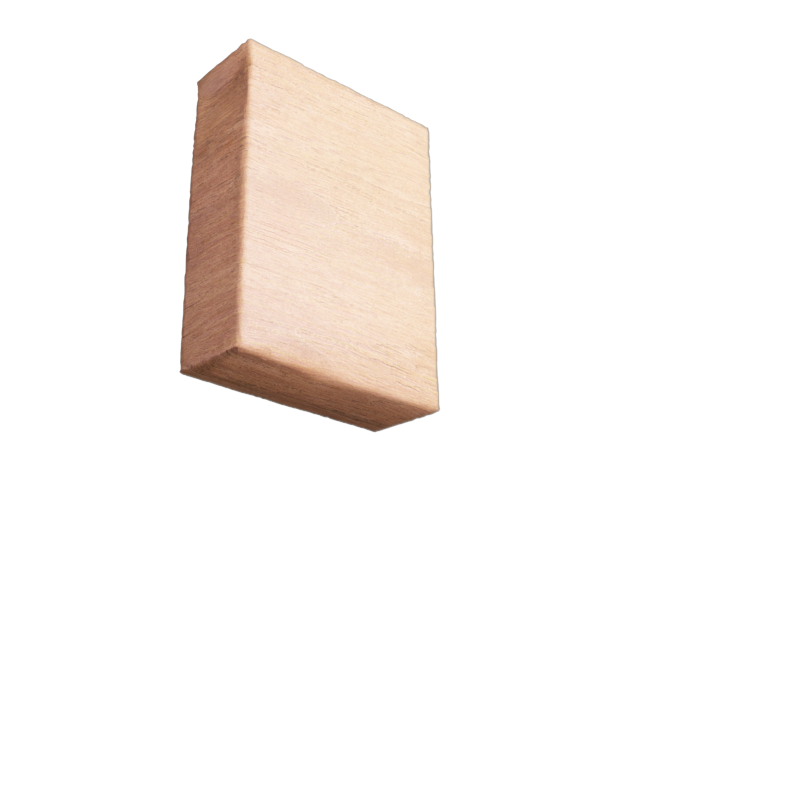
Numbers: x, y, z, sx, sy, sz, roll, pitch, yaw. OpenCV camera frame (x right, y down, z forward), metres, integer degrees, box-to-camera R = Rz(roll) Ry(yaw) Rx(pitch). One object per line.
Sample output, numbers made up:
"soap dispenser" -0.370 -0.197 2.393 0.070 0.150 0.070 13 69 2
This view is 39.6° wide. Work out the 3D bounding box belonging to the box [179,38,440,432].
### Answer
"box" -0.056 -0.103 0.720 0.155 0.226 0.072 19 -32 -38
